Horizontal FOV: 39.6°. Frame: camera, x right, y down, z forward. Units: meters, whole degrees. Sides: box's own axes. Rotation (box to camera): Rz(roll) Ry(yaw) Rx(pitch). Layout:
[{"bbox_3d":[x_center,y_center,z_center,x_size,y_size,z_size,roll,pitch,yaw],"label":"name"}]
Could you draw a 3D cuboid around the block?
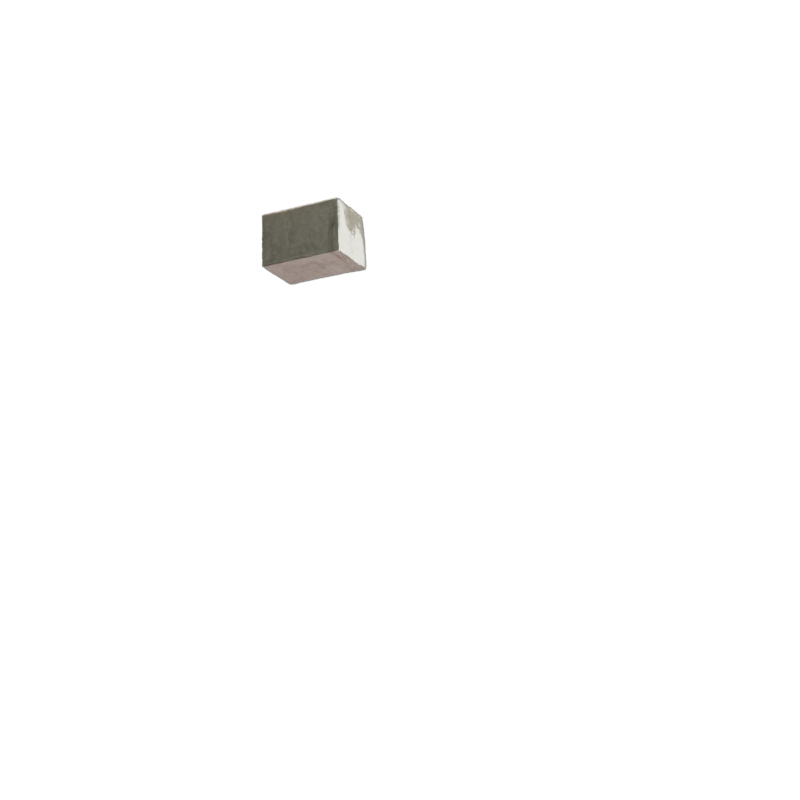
[{"bbox_3d":[-0.076,-0.138,0.966,0.079,0.054,0.049,-9,-21,25],"label":"block"}]
